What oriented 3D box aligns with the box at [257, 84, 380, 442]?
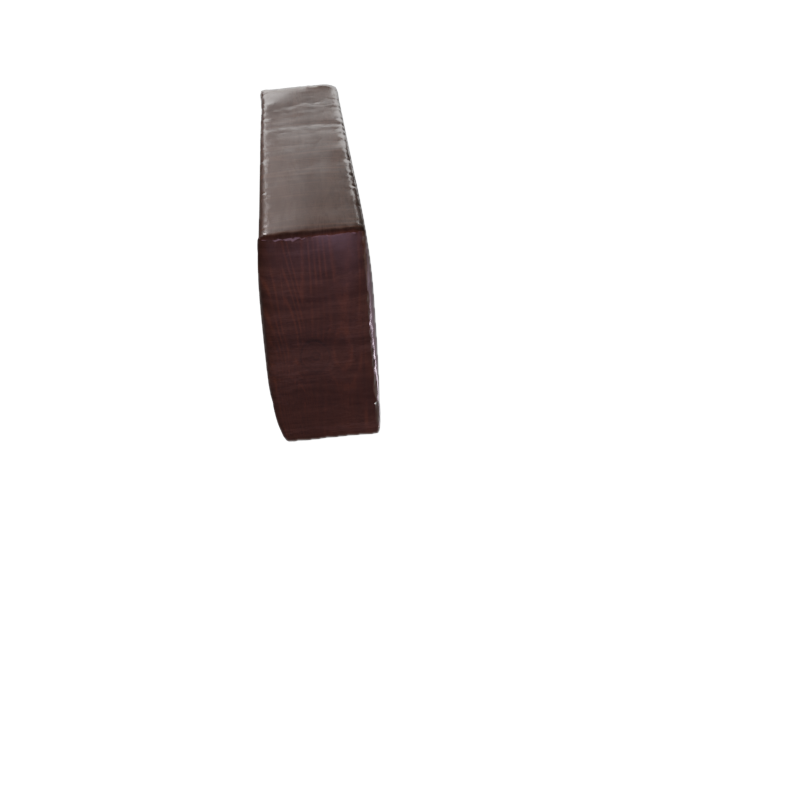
[{"bbox_3d":[-0.038,-0.071,0.494,0.048,0.088,0.187,-4,32,-2],"label":"box"}]
